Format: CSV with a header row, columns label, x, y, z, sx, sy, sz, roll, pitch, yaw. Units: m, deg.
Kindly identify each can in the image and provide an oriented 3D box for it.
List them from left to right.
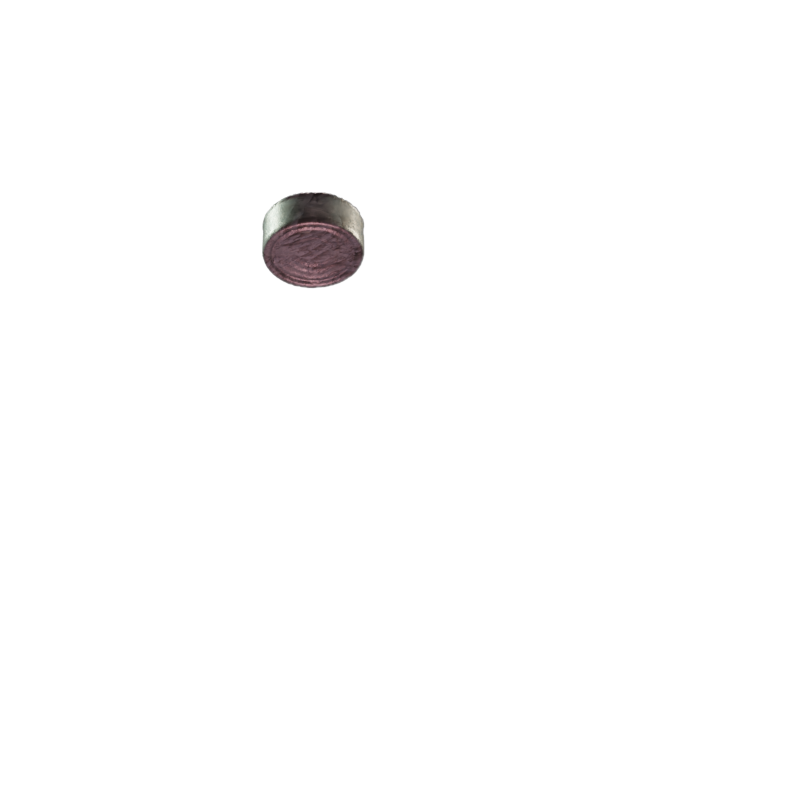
label,x,y,z,sx,sy,sz,roll,pitch,yaw
can,-0.072,-0.132,0.922,0.086,0.036,0.080,1,-38,-2
